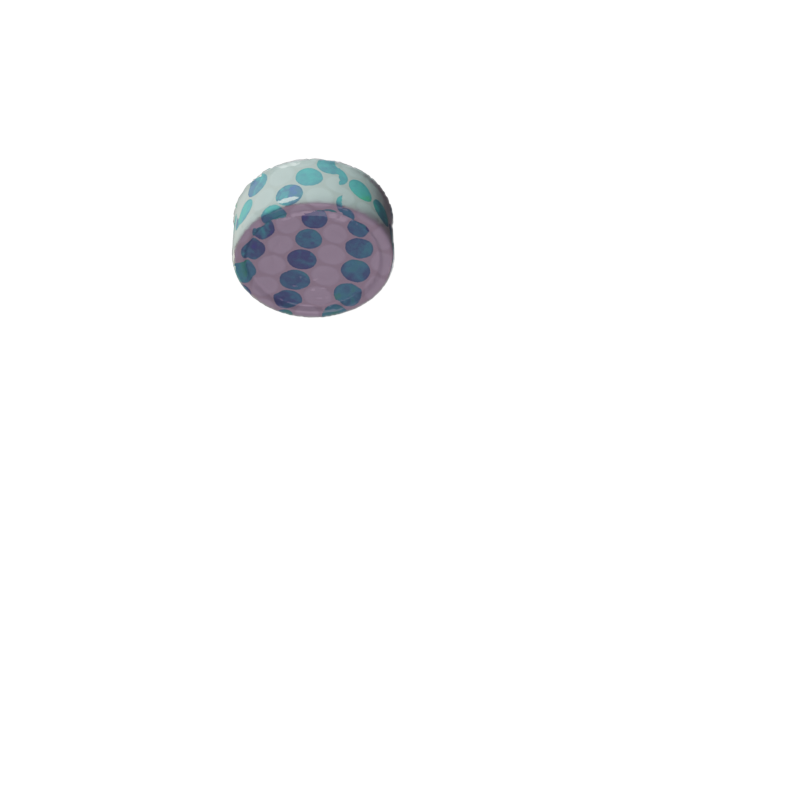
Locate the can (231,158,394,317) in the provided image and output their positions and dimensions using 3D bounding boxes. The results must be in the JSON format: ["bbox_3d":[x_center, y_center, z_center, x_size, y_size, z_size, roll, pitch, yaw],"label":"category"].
[{"bbox_3d":[-0.046,-0.083,0.583,0.086,0.036,0.080,1,-44,-1],"label":"can"}]
